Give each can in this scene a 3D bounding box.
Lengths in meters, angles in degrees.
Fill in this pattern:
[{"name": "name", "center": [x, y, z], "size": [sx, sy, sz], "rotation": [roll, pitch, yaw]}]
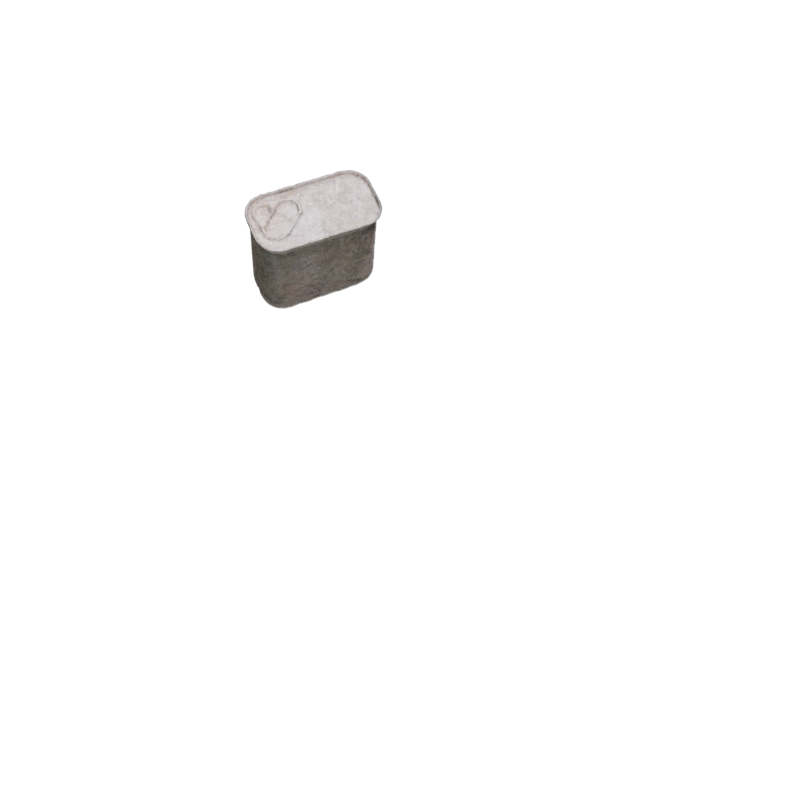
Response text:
[{"name": "can", "center": [-0.069, -0.125, 0.874], "size": [0.101, 0.062, 0.078], "rotation": [-19, -29, -13]}]
